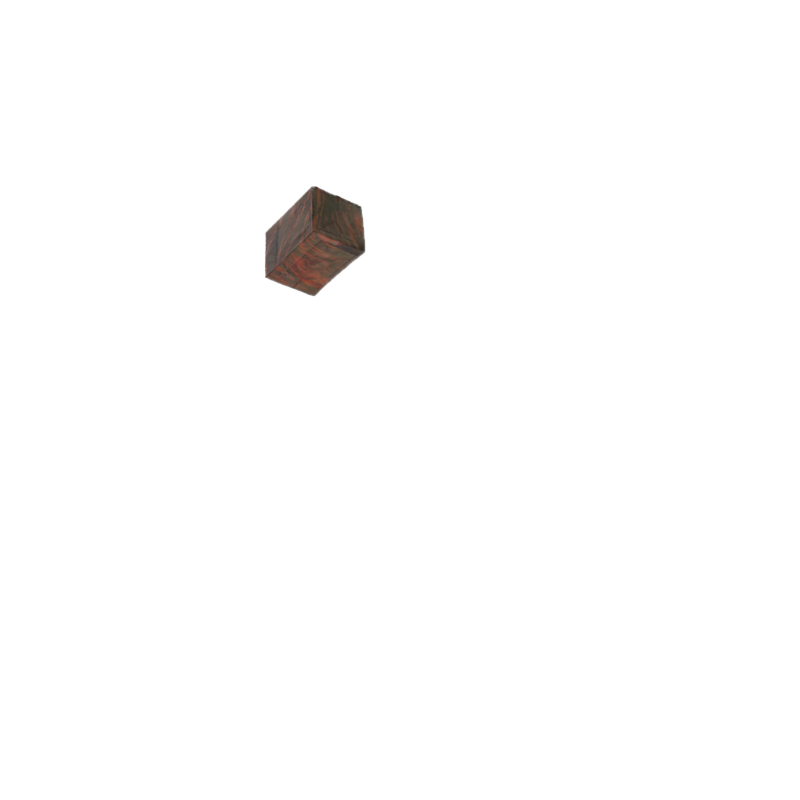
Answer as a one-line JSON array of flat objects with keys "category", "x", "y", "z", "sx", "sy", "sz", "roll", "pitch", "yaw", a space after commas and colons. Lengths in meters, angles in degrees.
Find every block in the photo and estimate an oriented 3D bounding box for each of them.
[{"category": "block", "x": -0.073, "y": -0.134, "z": 0.935, "sx": 0.050, "sy": 0.055, "sz": 0.077, "roll": 22, "pitch": -39, "yaw": -31}]
